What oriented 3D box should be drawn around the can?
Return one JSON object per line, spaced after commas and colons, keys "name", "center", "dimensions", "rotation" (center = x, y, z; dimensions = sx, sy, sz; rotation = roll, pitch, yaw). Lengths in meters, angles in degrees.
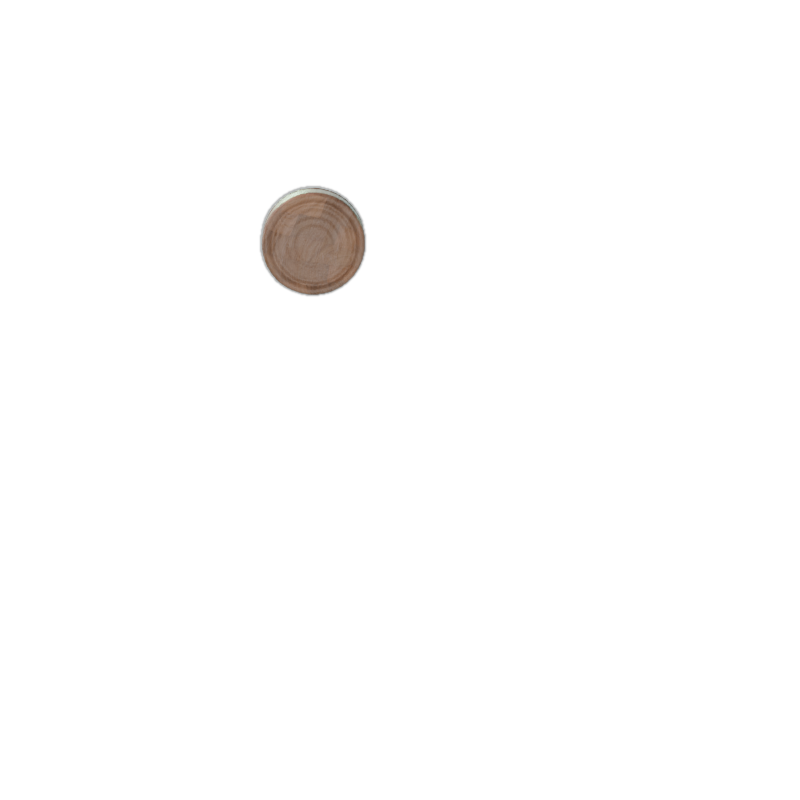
{"name": "can", "center": [-0.071, -0.129, 0.905], "dimensions": [0.086, 0.084, 0.034], "rotation": [0, 11, -1]}
